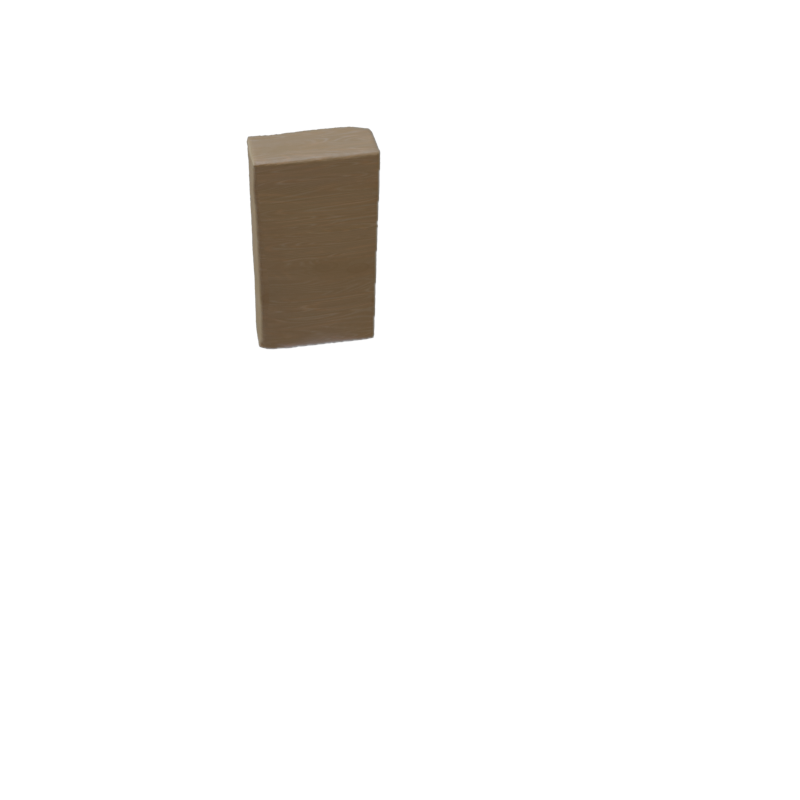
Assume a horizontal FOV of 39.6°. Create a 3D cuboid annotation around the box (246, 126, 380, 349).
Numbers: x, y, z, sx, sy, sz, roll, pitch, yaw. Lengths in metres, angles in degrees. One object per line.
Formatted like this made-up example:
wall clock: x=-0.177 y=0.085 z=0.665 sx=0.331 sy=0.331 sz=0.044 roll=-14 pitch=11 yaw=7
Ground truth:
box: x=-0.065 y=-0.120 z=0.836 sx=0.092 sy=0.165 sz=0.052 roll=-5 pitch=38 yaw=-10
